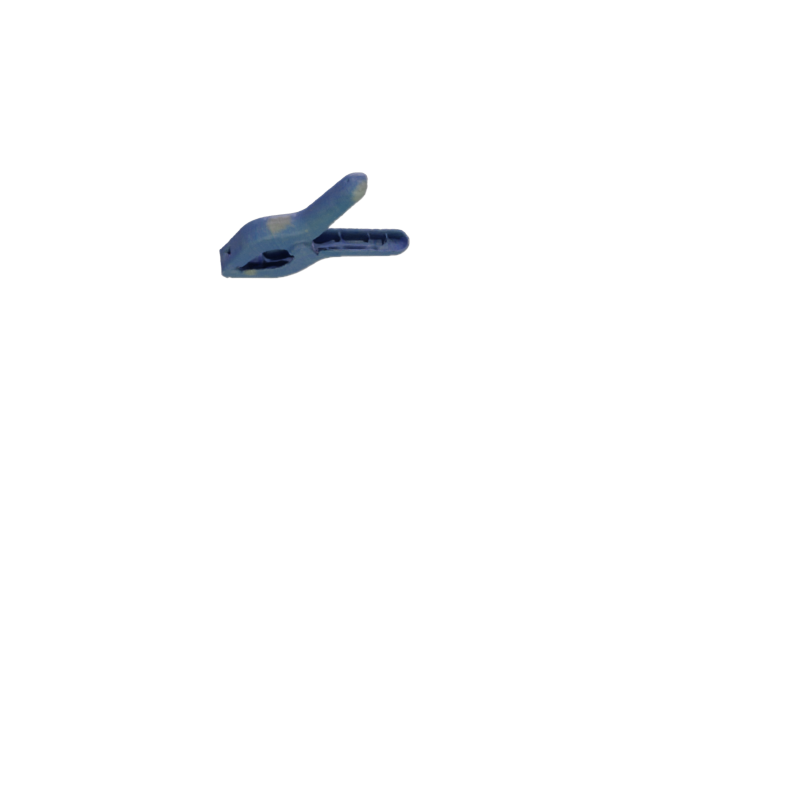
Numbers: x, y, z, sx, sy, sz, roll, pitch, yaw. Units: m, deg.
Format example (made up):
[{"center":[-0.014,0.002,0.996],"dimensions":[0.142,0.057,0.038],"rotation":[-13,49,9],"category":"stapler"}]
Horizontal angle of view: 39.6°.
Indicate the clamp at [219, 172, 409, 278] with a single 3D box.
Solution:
[{"center":[-0.078,-0.143,1.000],"dimensions":[0.173,0.042,0.111],"rotation":[-17,-36,25],"category":"clamp"}]
